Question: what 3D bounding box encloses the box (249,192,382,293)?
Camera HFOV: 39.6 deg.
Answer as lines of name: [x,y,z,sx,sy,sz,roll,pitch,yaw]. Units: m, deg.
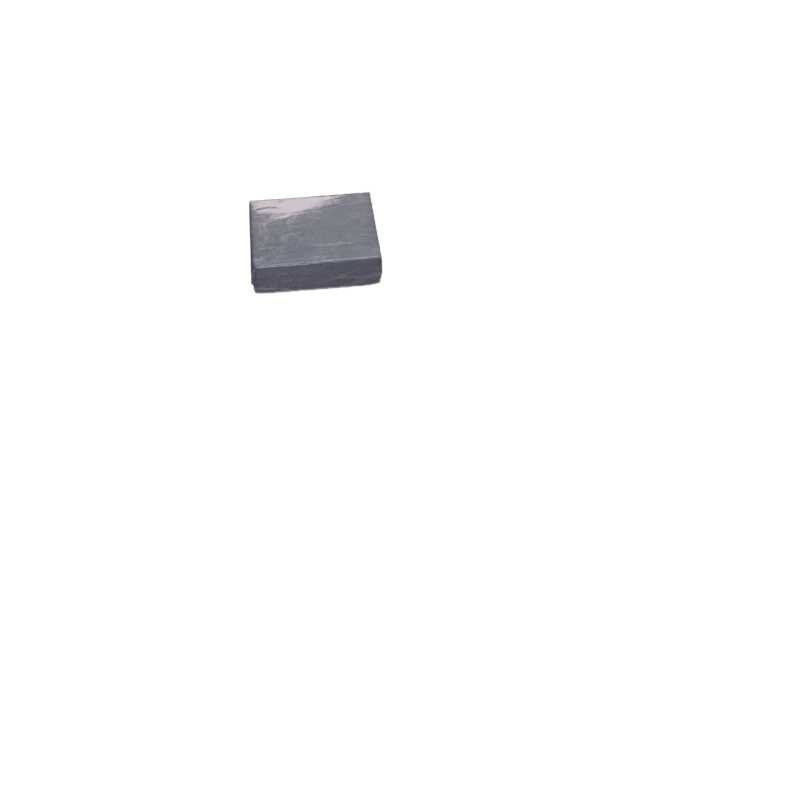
box: [-0.077,-0.139,0.978,0.113,0.097,0.036,-4,-44,-4]
